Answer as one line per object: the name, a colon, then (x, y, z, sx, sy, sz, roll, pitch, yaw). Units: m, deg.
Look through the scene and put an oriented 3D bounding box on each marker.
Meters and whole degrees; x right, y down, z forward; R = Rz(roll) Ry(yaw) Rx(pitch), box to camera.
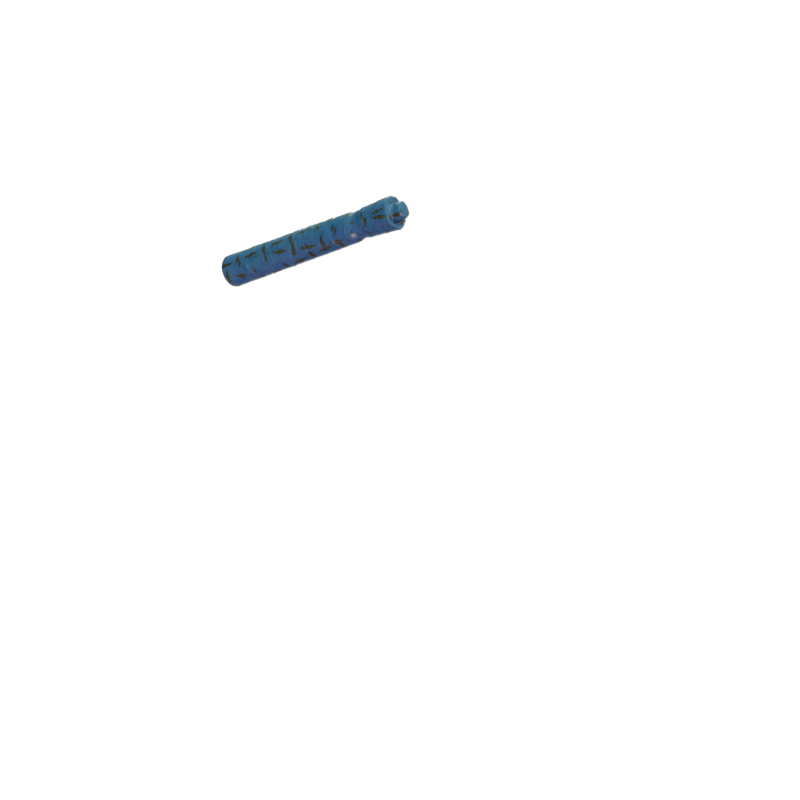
marker: (-0.048, -0.087, 0.608, 0.123, 0.020, 0.019, -14, -5, 33)
